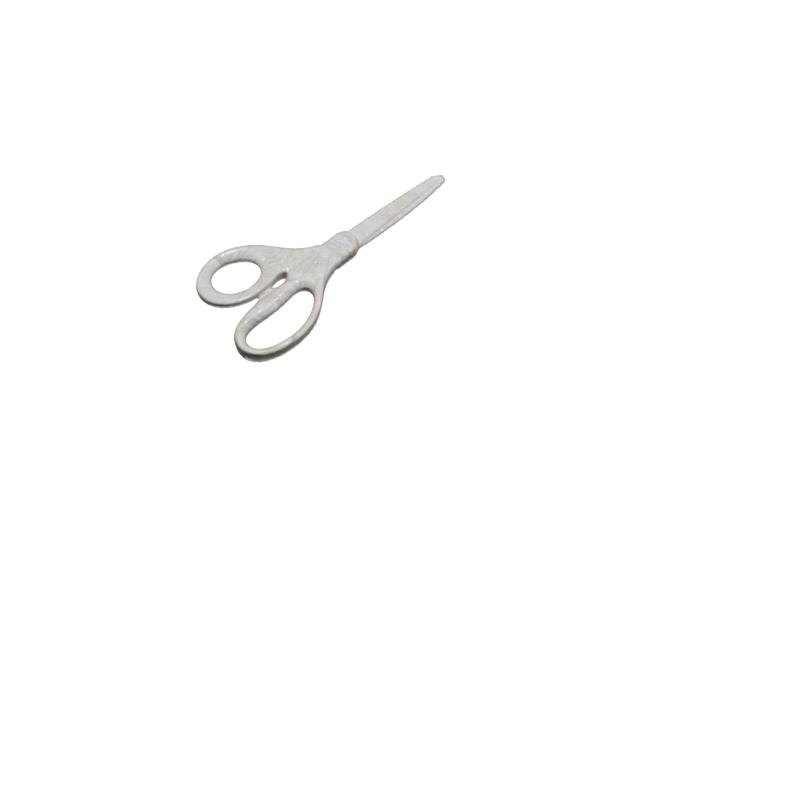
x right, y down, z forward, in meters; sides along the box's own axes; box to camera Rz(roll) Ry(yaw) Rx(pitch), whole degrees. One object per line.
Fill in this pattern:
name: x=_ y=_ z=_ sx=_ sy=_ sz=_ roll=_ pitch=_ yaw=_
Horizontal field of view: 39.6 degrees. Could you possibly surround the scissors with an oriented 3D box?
scissors: x=-0.060 y=-0.109 z=0.761 sx=0.100 sy=0.207 sz=0.015 roll=26 pitch=-31 yaw=17
